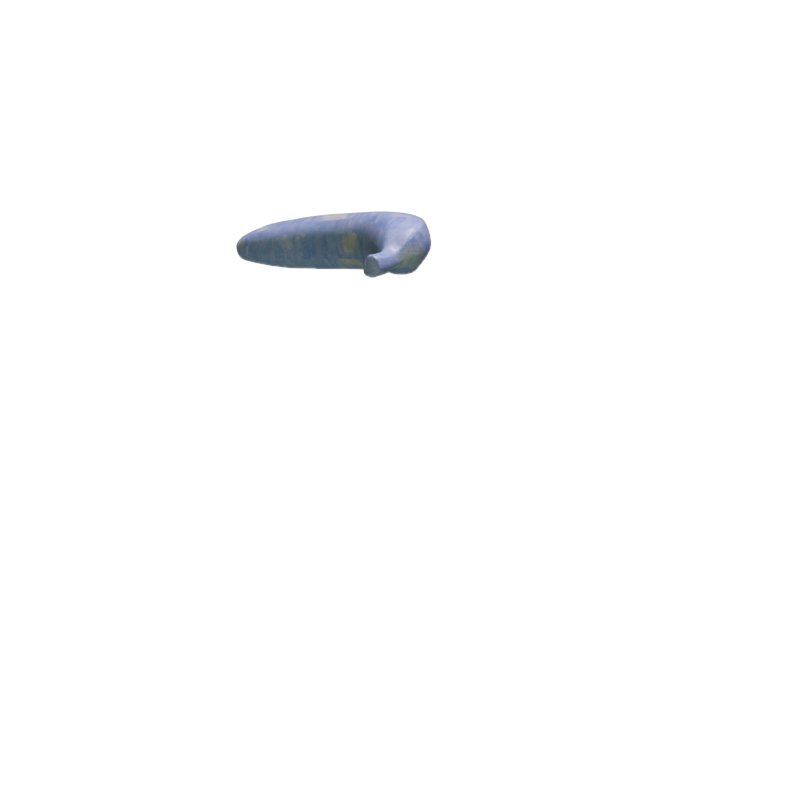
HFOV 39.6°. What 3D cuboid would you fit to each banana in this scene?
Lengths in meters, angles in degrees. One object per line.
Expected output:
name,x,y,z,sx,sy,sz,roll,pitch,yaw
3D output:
banana,-0.035,-0.098,0.684,0.067,0.036,0.206,-4,9,-28
